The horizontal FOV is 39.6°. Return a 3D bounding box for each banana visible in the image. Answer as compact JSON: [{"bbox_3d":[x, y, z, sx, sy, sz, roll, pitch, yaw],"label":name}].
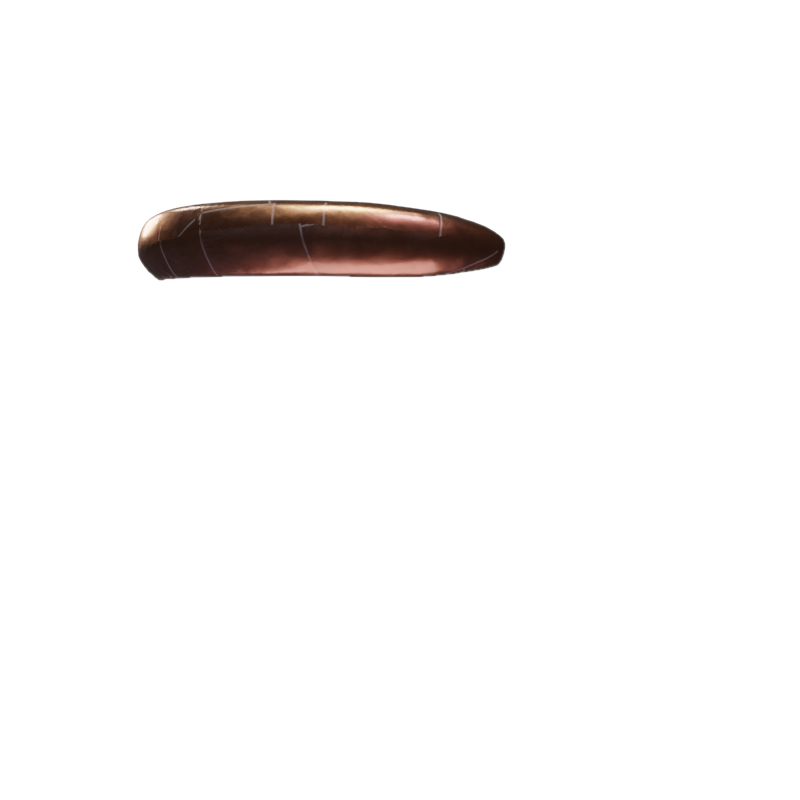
[{"bbox_3d":[-0.053,-0.077,0.532,0.204,0.037,0.068,2,4,25],"label":"banana"}]
